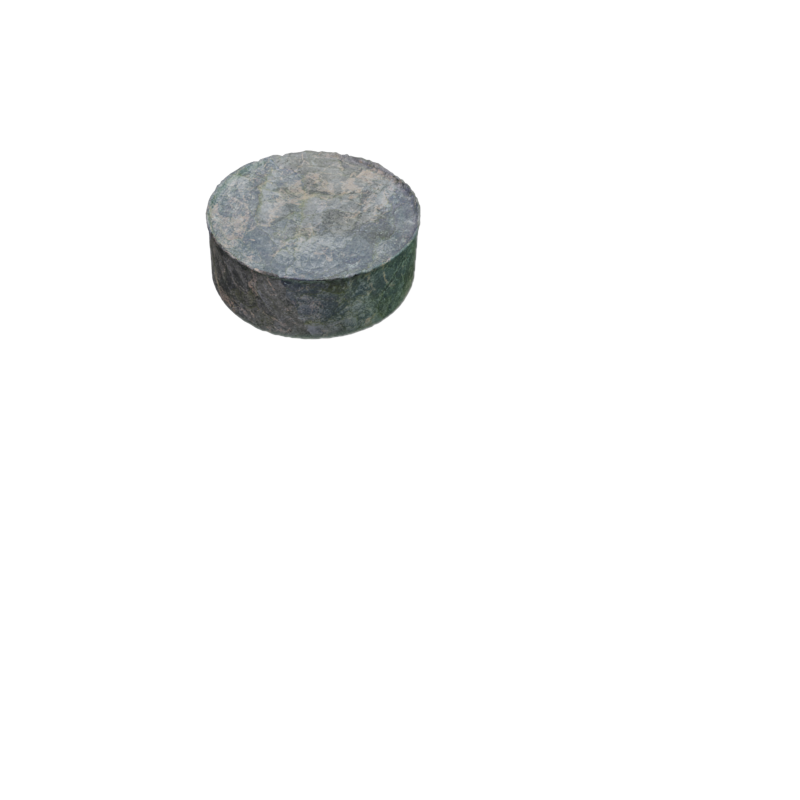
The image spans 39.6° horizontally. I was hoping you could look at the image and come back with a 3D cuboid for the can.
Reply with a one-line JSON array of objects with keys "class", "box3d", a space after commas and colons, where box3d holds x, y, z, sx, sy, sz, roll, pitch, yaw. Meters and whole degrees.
[{"class": "can", "box3d": [-0.035, -0.065, 0.452, 0.086, 0.031, 0.092, -1, 43, -2]}]
